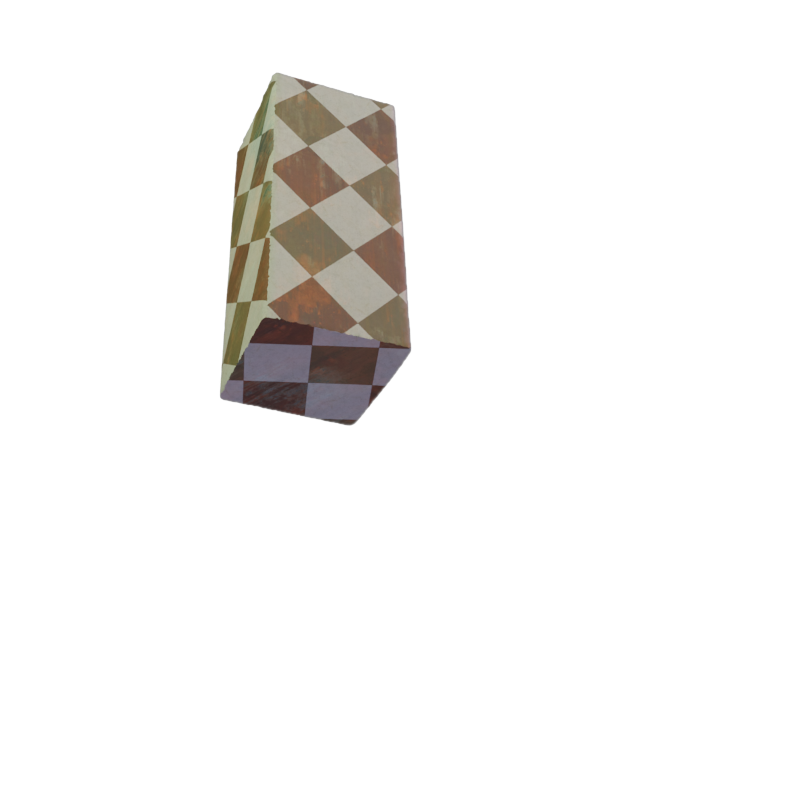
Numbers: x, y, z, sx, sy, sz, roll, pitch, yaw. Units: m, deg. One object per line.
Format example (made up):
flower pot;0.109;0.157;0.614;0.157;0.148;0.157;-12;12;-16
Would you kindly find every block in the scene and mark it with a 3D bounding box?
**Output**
block;-0.056;-0.101;0.711;0.088;0.221;0.087;12;-40;-19
